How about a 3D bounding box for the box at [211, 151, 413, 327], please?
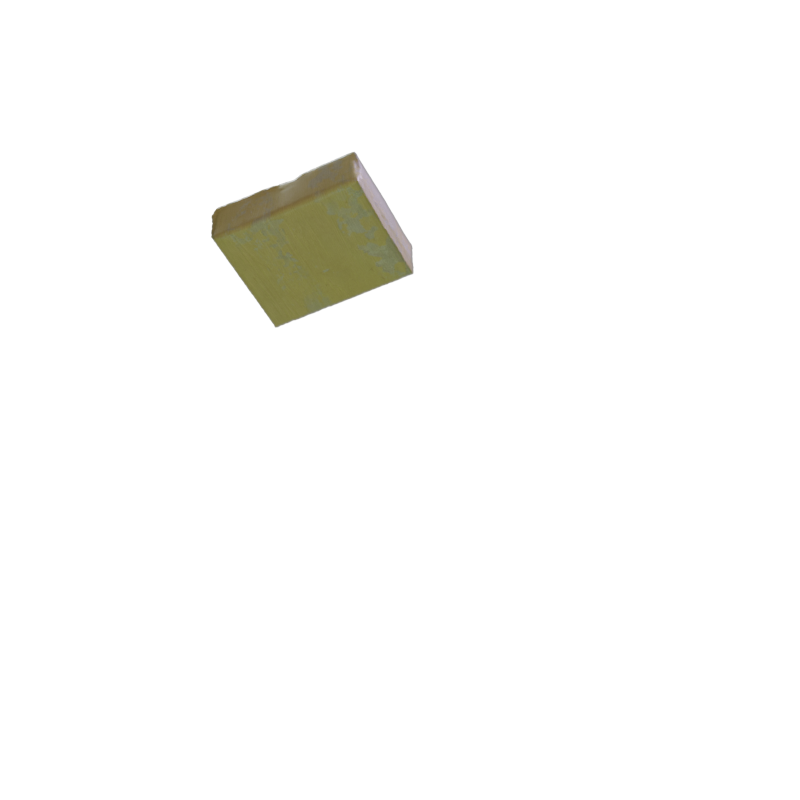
[{"bbox_3d":[-0.048,-0.086,0.606,0.090,0.032,0.068,-20,-50,17],"label":"box"}]
